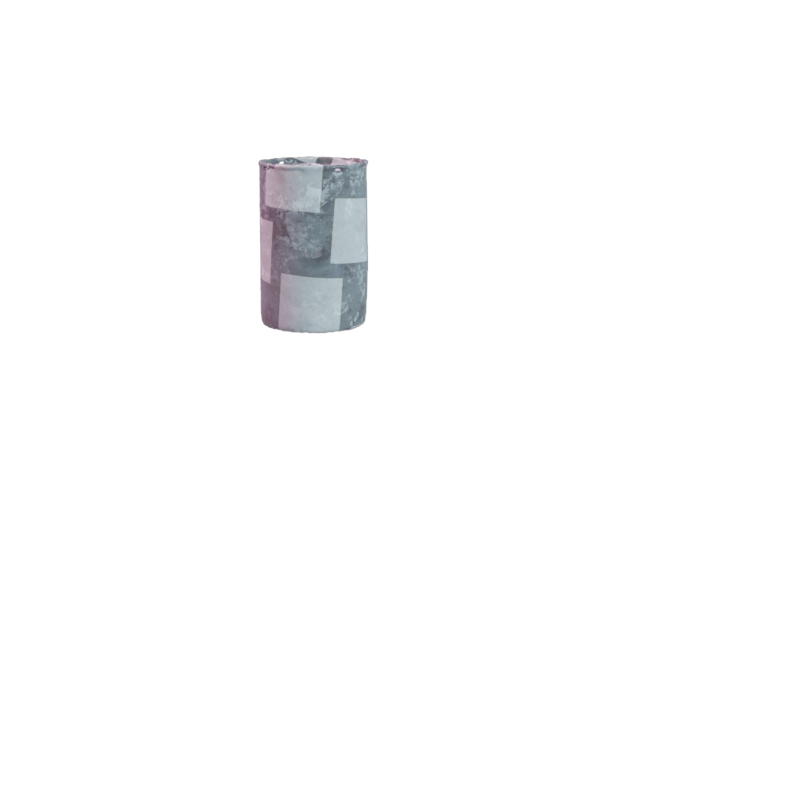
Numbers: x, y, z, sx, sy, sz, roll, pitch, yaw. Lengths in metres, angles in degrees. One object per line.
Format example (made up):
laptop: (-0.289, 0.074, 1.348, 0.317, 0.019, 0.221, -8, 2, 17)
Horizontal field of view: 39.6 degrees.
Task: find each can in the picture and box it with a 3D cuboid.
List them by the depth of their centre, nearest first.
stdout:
can: (-0.054, -0.099, 0.691, 0.068, 0.100, 0.070, 0, 12, -2)
